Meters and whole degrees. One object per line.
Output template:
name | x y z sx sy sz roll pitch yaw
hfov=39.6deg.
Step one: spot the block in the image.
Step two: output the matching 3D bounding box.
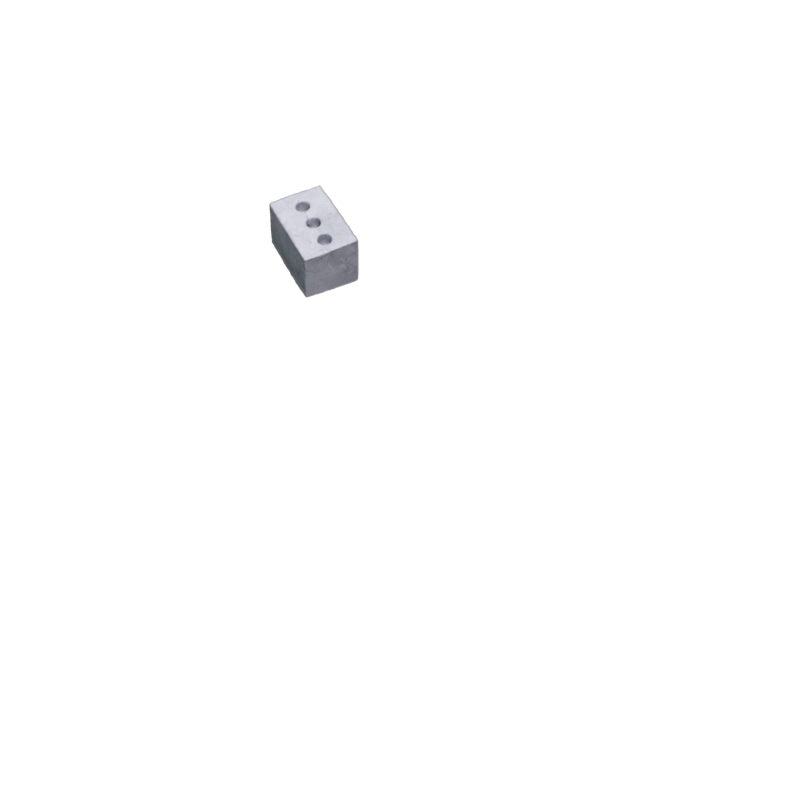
block | -0.077 -0.140 0.978 0.052 0.084 0.048 -21 -36 -18
